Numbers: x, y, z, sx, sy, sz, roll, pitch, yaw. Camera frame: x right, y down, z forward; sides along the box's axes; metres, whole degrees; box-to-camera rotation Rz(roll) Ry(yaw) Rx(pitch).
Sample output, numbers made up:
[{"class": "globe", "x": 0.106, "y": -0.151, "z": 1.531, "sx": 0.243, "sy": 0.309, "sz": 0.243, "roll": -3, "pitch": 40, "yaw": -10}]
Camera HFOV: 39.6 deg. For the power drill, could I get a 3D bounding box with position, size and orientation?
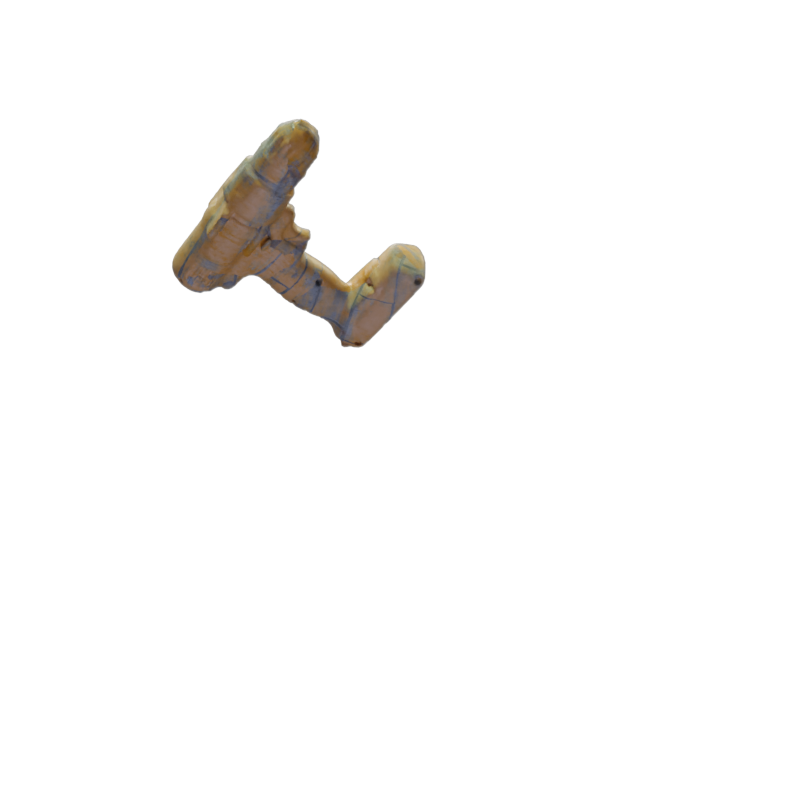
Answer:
[{"class": "power drill", "x": -0.073, "y": -0.133, "z": 0.934, "sx": 0.179, "sy": 0.062, "sz": 0.180, "roll": 29, "pitch": -55, "yaw": -23}]
